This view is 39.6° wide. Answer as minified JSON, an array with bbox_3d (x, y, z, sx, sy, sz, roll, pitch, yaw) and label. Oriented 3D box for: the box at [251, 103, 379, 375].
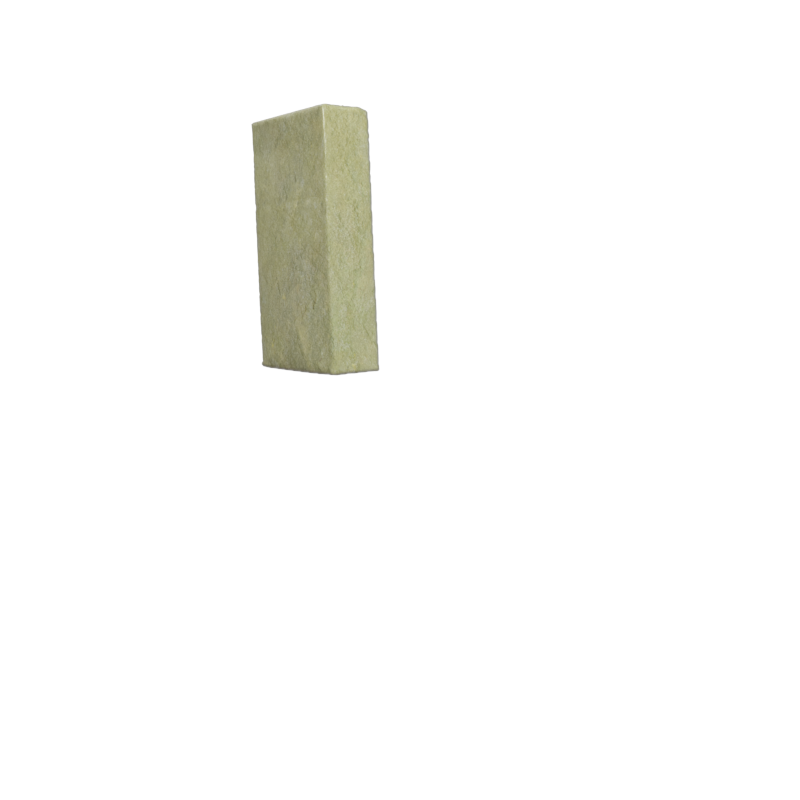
[{"bbox_3d":[-0.059,-0.108,0.759,0.046,0.177,0.097,1,-2,-37],"label":"box"}]
